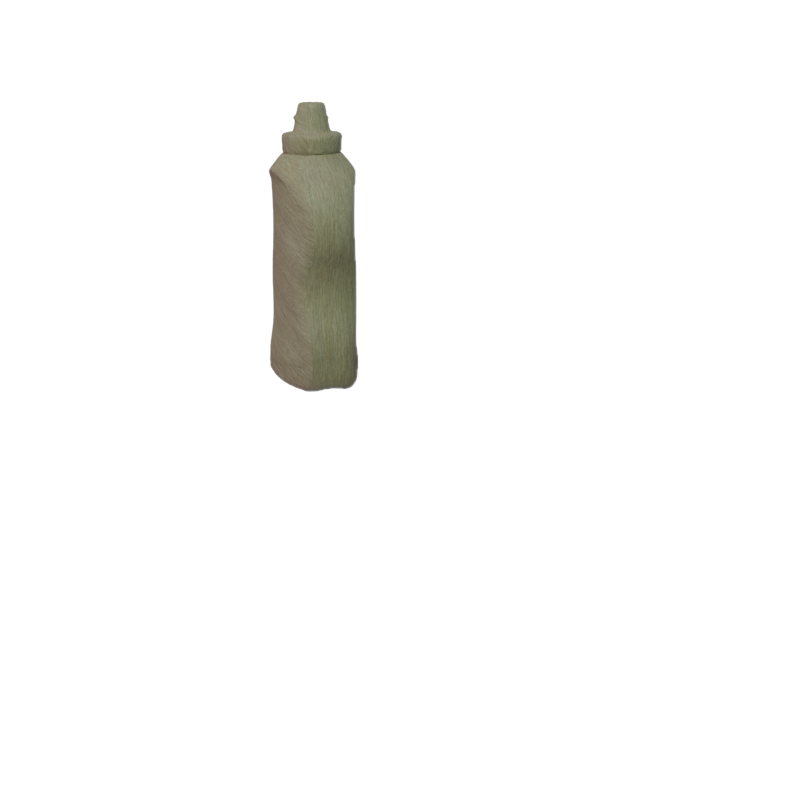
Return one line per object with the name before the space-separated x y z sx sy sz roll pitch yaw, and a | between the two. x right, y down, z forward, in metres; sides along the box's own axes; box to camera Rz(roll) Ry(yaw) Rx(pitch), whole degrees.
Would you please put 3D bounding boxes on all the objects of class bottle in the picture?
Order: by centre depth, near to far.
bottle | -0.061 -0.110 0.767 0.057 0.186 0.101 -3 13 -16
